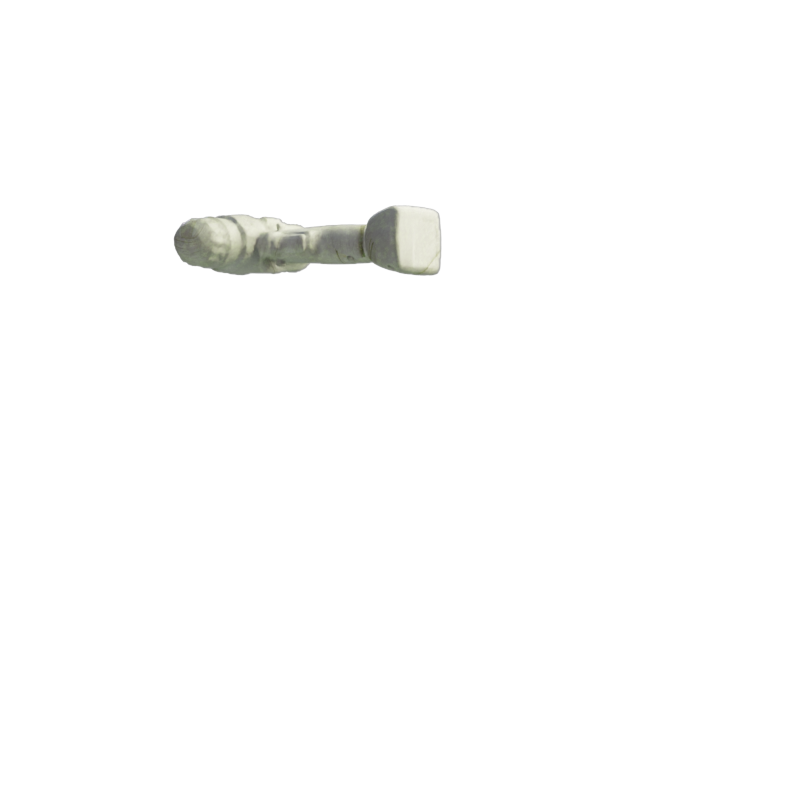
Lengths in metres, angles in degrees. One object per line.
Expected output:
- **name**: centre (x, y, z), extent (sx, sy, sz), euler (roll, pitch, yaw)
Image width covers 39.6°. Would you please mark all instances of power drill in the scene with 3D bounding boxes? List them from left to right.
- **power drill**: centre (-0.073, -0.133, 0.933), extent (0.194, 0.057, 0.180), euler (4, 8, 27)
